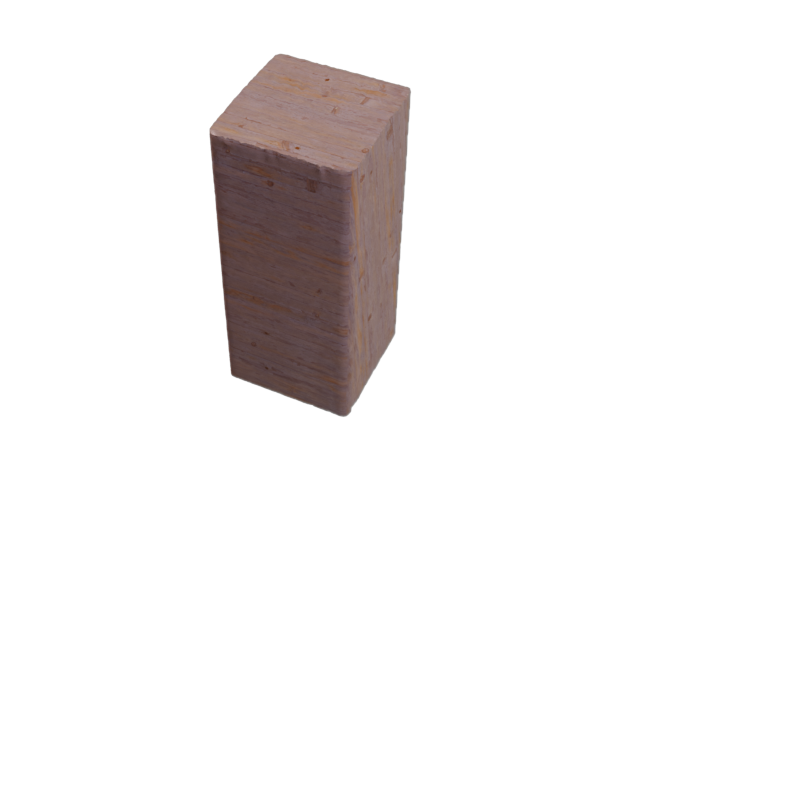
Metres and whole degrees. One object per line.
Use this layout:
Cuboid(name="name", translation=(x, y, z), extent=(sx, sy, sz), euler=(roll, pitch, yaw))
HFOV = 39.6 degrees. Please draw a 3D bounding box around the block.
Cuboid(name="block", translation=(-0.055, -0.099, 0.694), extent=(0.094, 0.192, 0.094), euler=(19, 49, 14))
